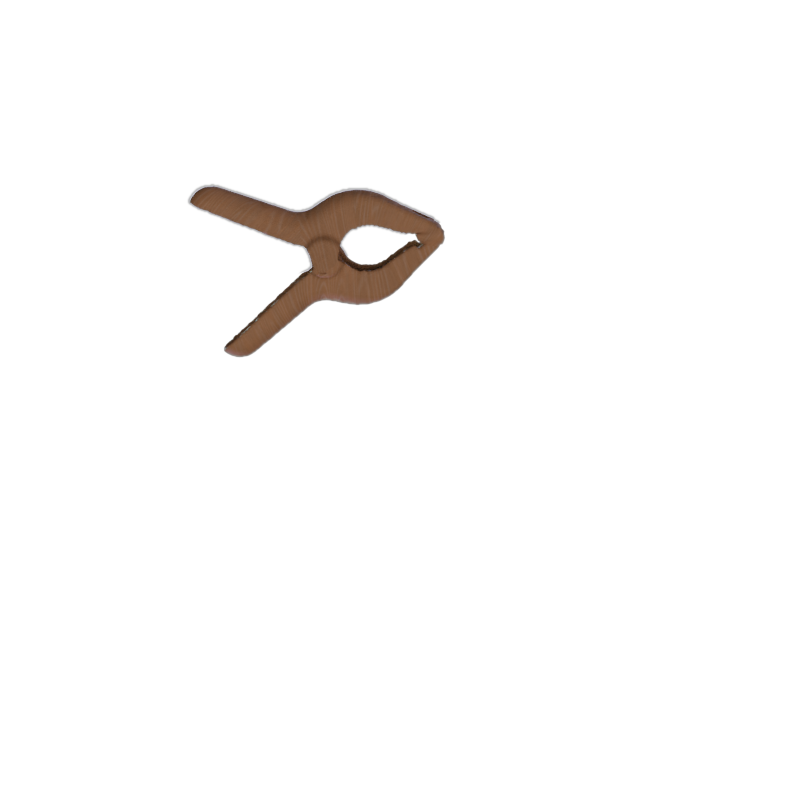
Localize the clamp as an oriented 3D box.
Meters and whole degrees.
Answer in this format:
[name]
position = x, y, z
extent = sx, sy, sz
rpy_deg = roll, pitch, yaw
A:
[clamp]
position = -0.059, -0.108, 0.754
extent = 0.172, 0.115, 0.041
rpy_deg = -19, 17, 6
